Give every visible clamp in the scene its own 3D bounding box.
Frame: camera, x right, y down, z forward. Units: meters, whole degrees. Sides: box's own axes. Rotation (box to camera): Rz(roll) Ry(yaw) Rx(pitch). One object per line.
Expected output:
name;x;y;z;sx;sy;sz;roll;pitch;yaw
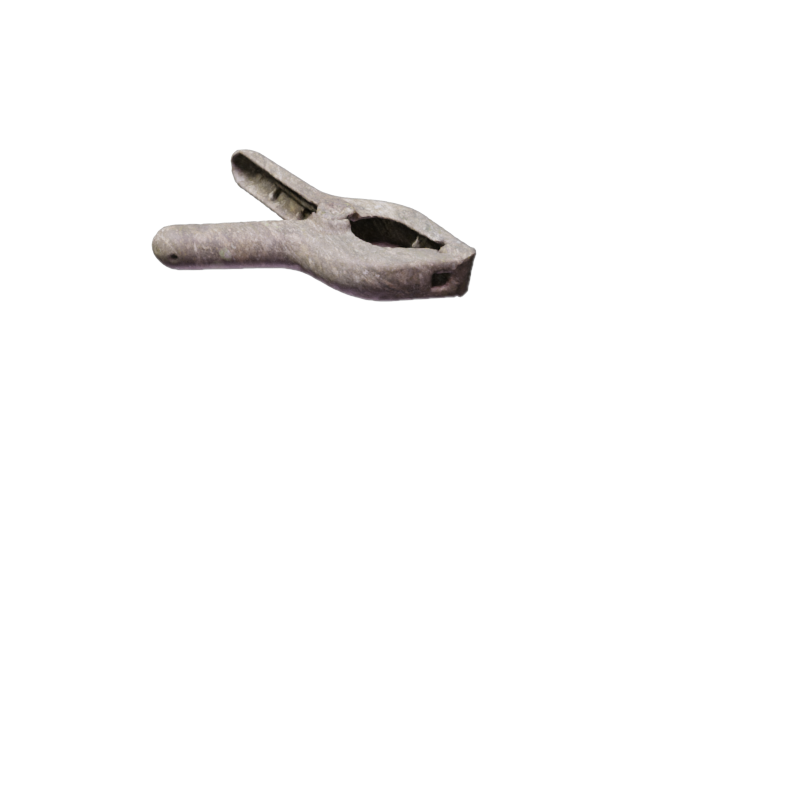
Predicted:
clamp;-0.048;-0.088;0.615;0.179;0.037;0.124;19;45;21
